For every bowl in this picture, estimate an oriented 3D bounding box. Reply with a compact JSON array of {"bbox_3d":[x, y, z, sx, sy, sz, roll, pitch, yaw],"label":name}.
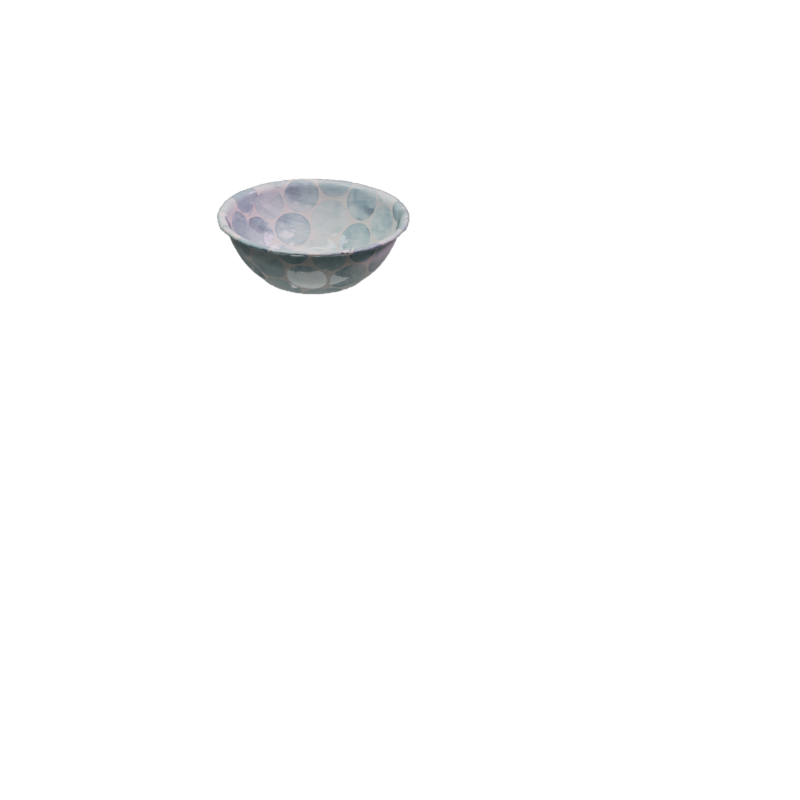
[{"bbox_3d":[-0.073,-0.134,0.938,0.162,0.052,0.172,-1,30,-2],"label":"bowl"}]
